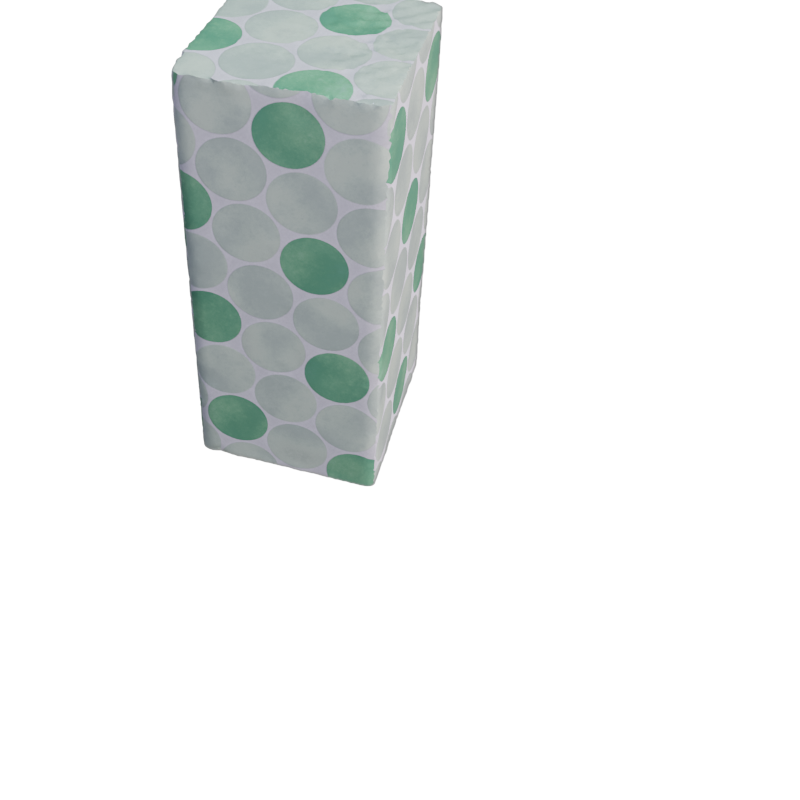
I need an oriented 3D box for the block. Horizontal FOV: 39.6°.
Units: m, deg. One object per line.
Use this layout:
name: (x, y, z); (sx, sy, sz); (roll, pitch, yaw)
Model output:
block: (-0.040, -0.072, 0.500); (0.092, 0.192, 0.095); (12, 42, 10)
